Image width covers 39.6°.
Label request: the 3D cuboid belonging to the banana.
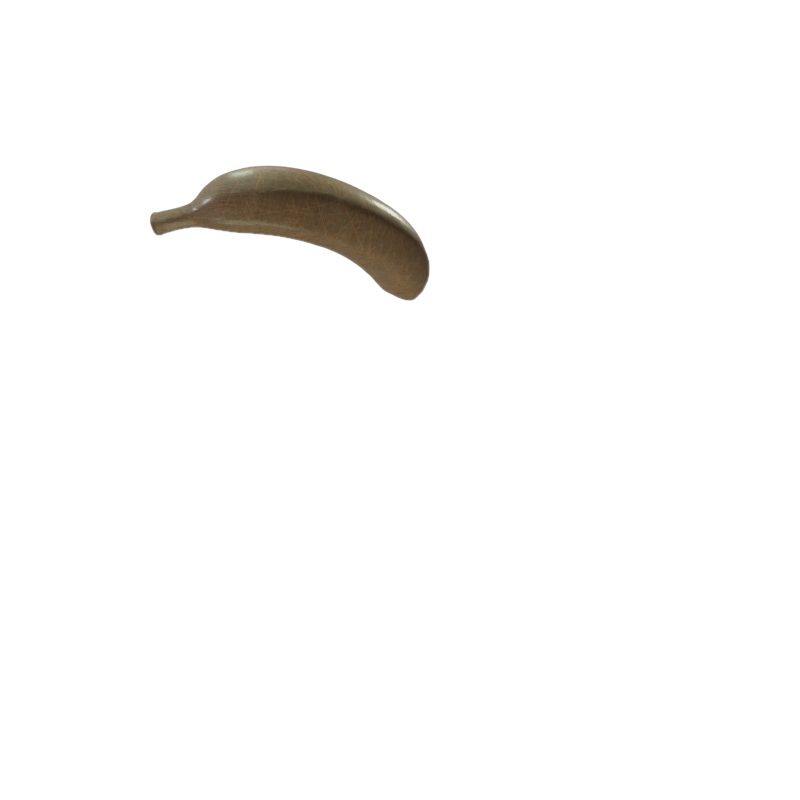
[{"bbox_3d":[-0.038,-0.093,0.608,0.187,0.038,0.071,13,-20,-42],"label":"banana"}]
